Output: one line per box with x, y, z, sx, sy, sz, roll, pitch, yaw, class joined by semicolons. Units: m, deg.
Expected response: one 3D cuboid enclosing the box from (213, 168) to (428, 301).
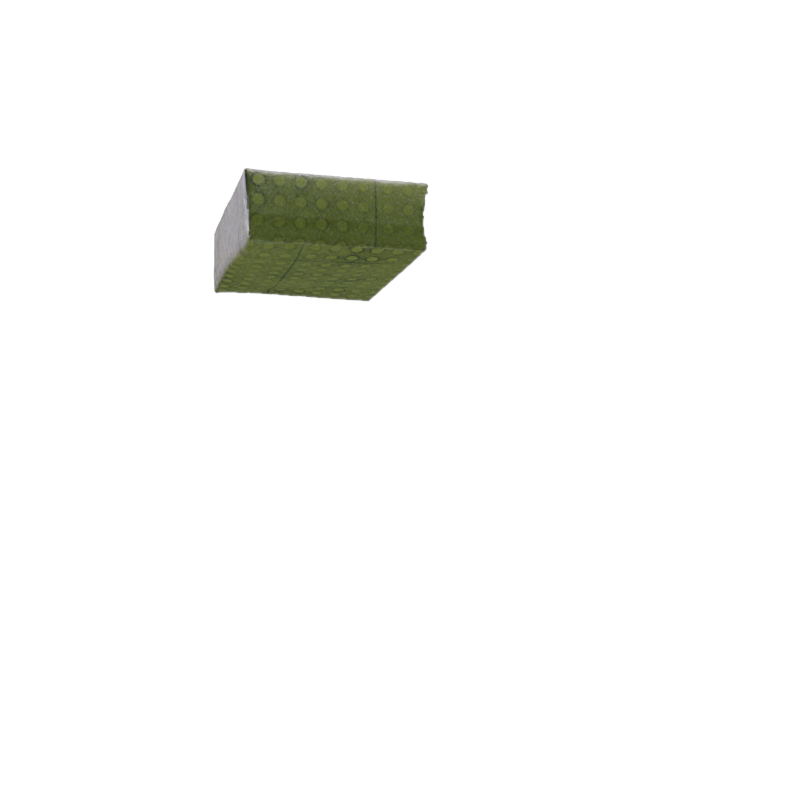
-0.044;-0.081;0.566;0.088;0.040;0.113;2;-7;-15;box
